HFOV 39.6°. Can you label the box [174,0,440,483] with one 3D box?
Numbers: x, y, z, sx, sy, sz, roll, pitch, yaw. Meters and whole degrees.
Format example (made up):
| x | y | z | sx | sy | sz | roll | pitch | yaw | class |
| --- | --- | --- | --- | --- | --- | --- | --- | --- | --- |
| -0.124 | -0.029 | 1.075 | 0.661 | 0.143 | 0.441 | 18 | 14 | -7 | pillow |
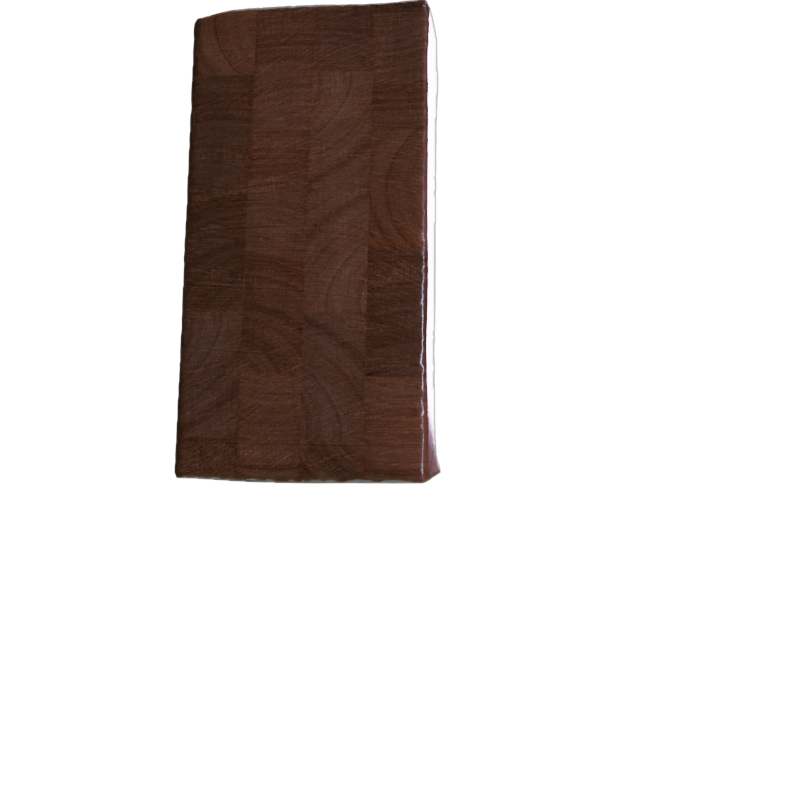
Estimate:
| x | y | z | sx | sy | sz | roll | pitch | yaw | class |
| --- | --- | --- | --- | --- | --- | --- | --- | --- | --- |
| -0.033 | -0.060 | 0.417 | 0.094 | 0.180 | 0.046 | -2 | -8 | 10 | box |
